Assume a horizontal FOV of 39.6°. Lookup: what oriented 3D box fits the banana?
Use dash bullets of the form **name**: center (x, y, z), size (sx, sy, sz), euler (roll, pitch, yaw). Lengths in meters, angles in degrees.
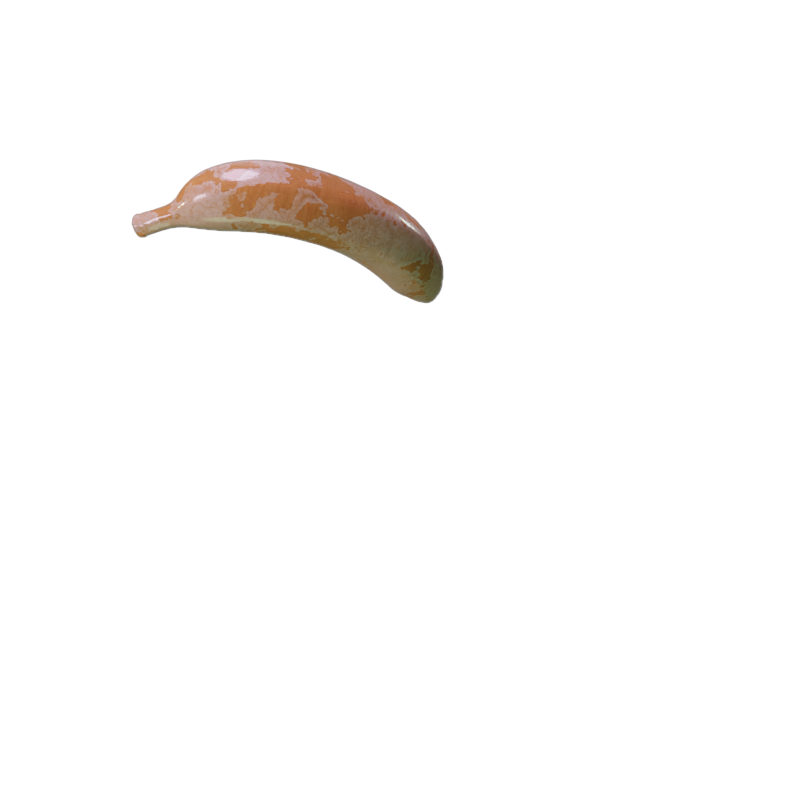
- **banana**: center (-0.038, -0.090, 0.581), size (0.188, 0.038, 0.070), euler (12, -21, -35)
